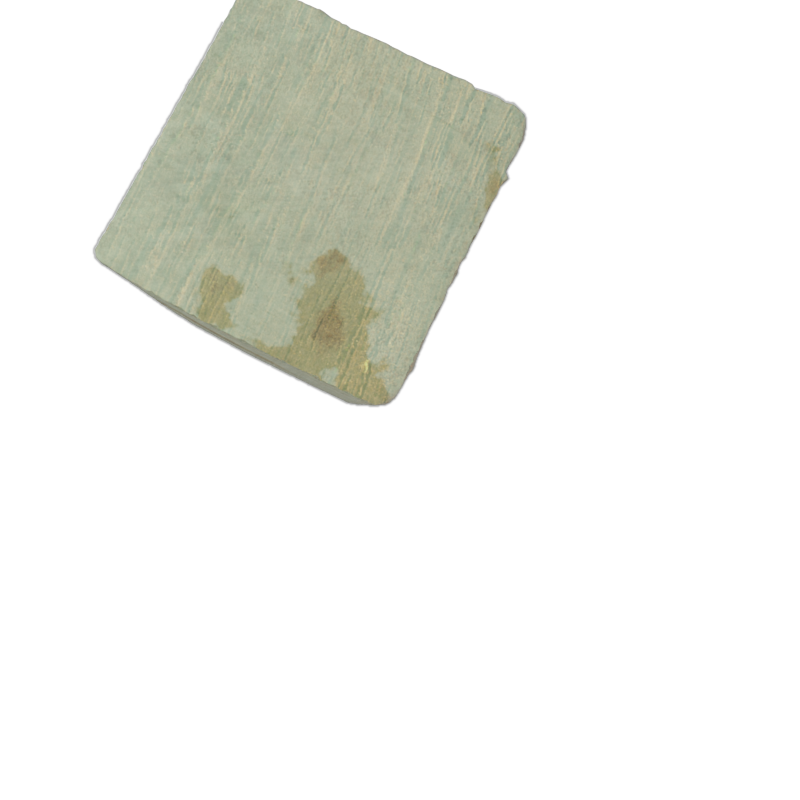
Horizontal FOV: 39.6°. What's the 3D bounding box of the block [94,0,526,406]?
[{"bbox_3d":[-0.030,-0.056,0.395,0.090,0.091,0.204,27,-3,-2],"label":"block"}]
